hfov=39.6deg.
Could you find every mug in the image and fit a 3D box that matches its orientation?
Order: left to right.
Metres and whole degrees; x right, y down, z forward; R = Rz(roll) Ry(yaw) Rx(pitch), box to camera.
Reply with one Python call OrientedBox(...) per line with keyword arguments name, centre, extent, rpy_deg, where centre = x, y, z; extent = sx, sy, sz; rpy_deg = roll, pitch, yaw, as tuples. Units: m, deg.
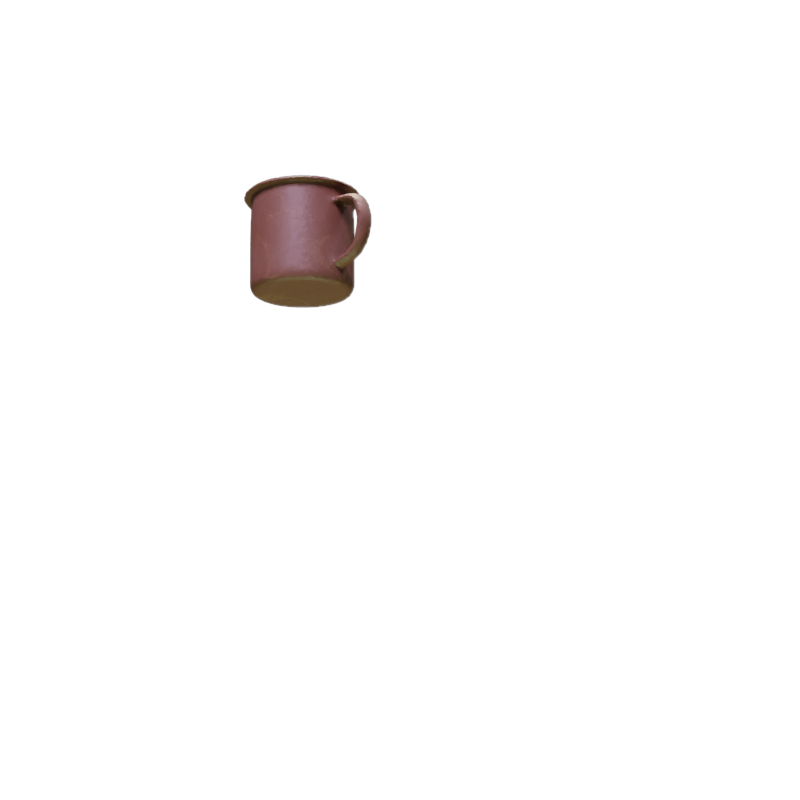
OrientedBox(name="mug", centre=(-0.068, -0.124, 0.865), extent=(0.119, 0.085, 0.088), rpy_deg=(-13, -20, 39))
